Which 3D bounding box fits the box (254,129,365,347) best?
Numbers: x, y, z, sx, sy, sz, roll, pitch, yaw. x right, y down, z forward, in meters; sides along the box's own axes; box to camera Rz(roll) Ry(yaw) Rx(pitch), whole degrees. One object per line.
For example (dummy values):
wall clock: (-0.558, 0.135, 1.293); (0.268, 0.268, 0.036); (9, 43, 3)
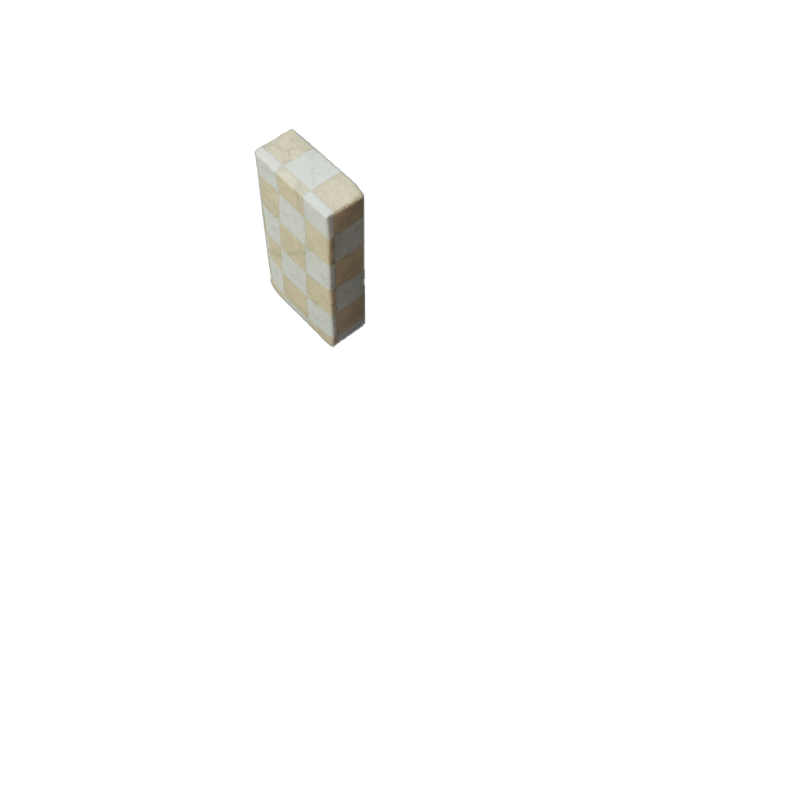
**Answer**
box: (-0.071, -0.131, 0.916); (0.048, 0.099, 0.165); (-33, -27, -23)
